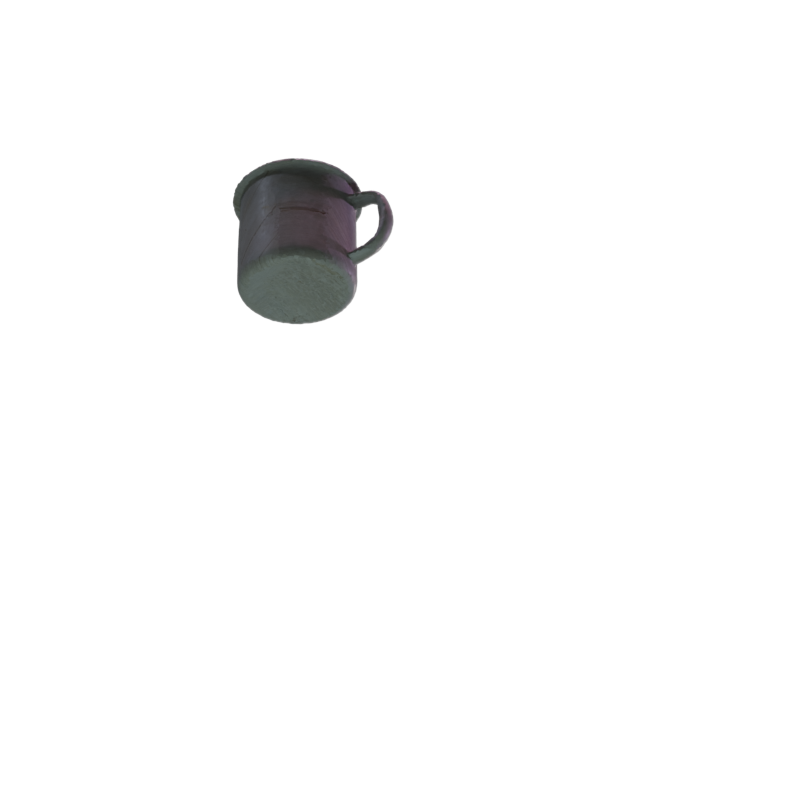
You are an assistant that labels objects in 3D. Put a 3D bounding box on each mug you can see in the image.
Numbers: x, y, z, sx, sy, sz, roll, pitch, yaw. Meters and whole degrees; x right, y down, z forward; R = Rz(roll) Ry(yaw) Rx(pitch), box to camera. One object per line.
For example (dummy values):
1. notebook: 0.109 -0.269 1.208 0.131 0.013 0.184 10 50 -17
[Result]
1. mug: -0.060 -0.109 0.763 0.118 0.087 0.086 -13 -37 17
